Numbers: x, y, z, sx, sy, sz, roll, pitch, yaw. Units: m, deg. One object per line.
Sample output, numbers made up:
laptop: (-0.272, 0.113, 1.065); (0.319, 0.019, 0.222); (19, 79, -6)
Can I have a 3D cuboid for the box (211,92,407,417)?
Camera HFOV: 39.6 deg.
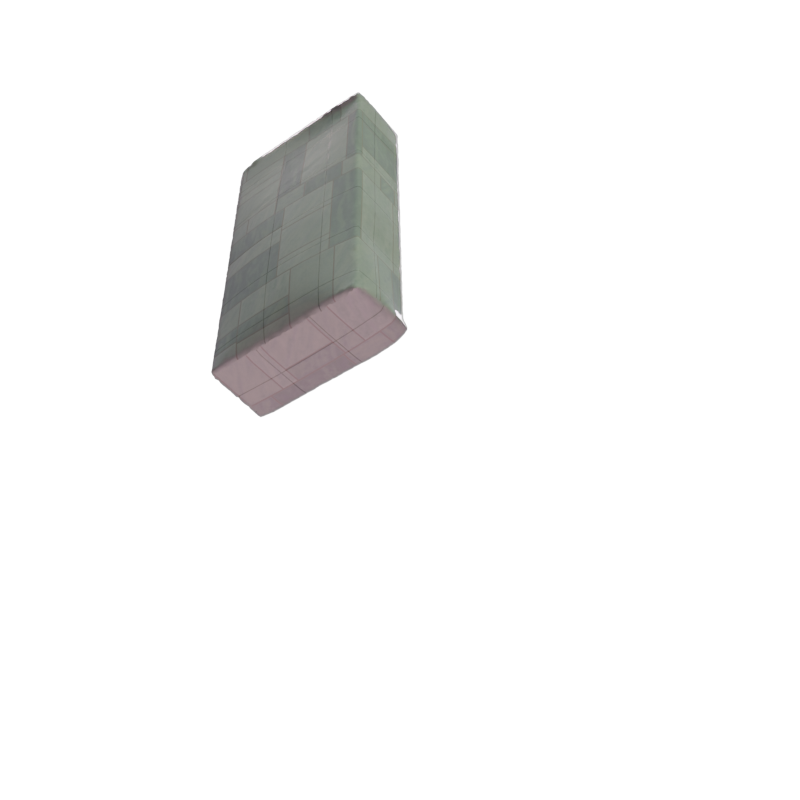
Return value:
box: (-0.047, -0.084, 0.591); (0.093, 0.189, 0.045); (-30, -51, 22)
